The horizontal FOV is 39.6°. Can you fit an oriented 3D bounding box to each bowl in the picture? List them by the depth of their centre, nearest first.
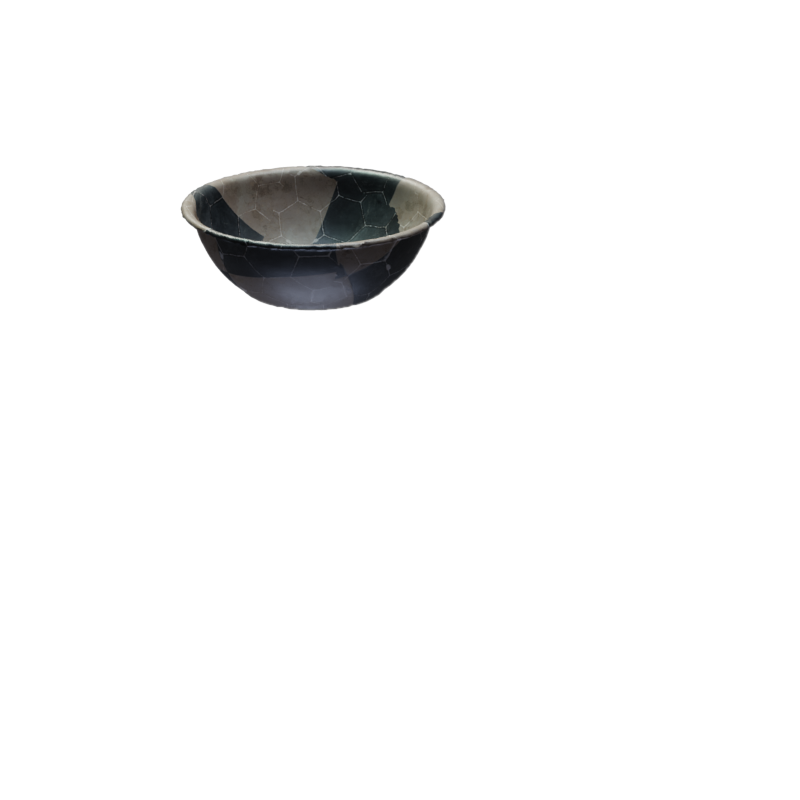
[{"bbox_3d":[-0.054,-0.098,0.687,0.162,0.052,0.171,-1,26,-2],"label":"bowl"}]
